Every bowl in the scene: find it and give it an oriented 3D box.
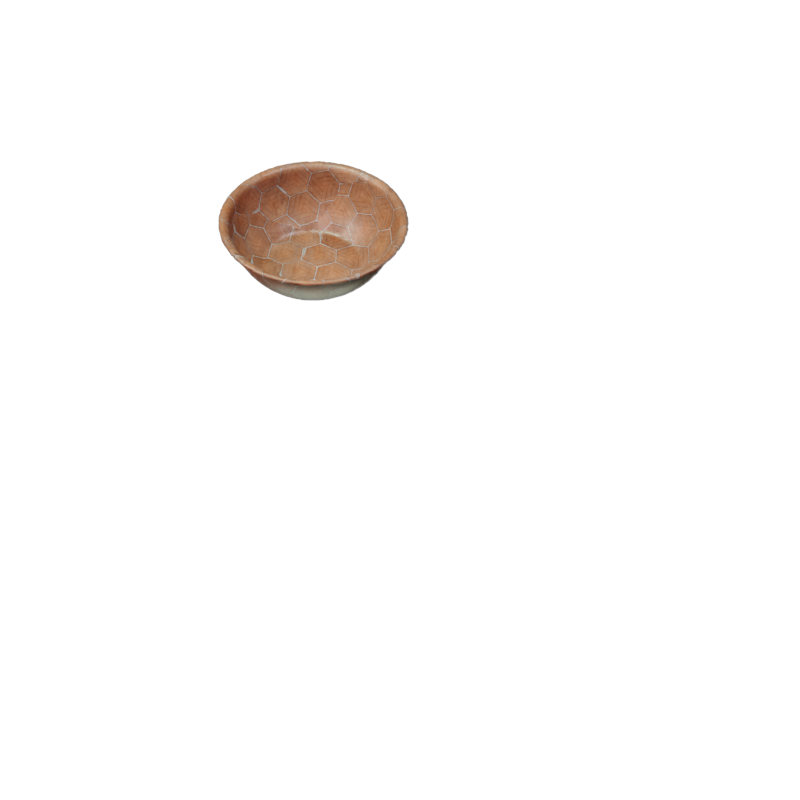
[{"bbox_3d":[-0.075,-0.137,0.959,0.162,0.174,0.051,-1,-45,-1],"label":"bowl"}]
